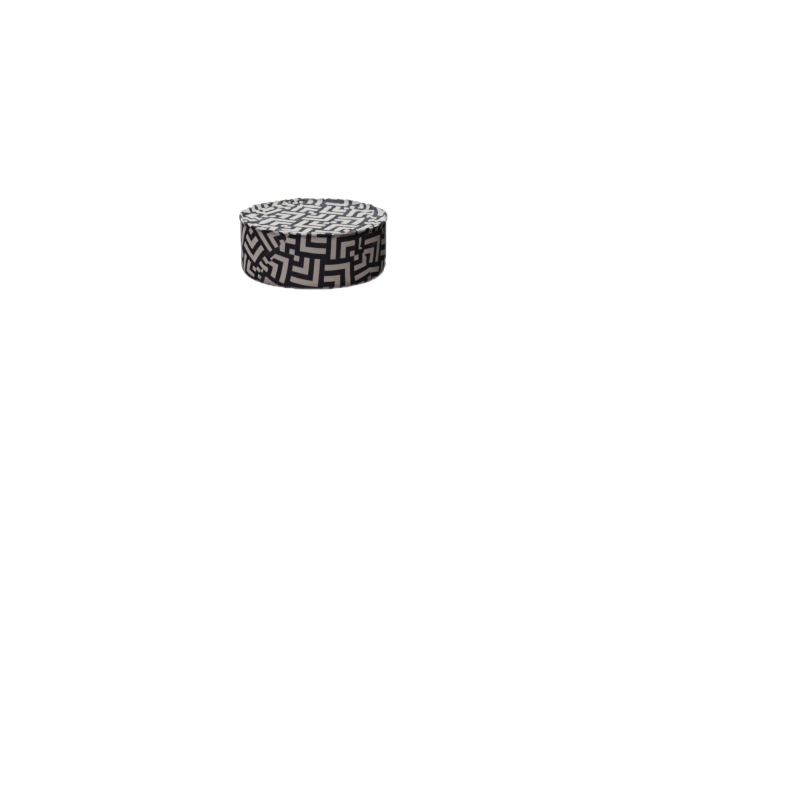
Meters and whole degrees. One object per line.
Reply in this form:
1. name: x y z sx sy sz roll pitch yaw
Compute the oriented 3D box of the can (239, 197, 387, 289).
1. can: -0.050 -0.092 0.643 0.086 0.032 0.090 -1 22 -2
